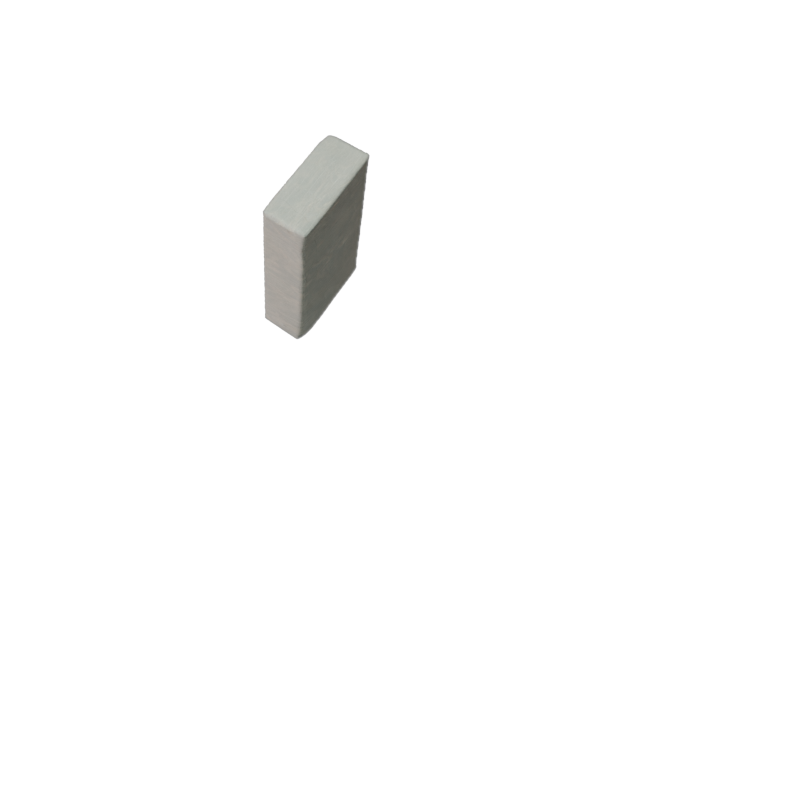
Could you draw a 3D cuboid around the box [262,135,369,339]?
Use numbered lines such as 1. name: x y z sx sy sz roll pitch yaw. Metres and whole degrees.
1. box: -0.071 -0.130 0.908 0.050 0.096 0.166 30 -25 11
